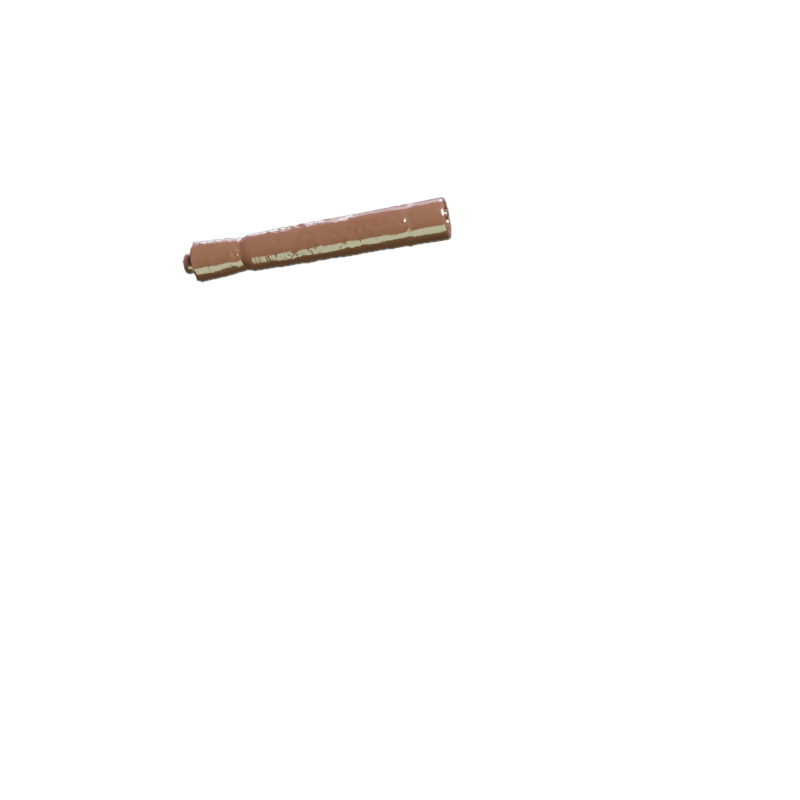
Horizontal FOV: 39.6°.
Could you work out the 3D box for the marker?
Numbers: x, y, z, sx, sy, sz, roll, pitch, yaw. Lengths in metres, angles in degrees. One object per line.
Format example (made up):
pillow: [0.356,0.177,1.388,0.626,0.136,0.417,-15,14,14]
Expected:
marker: [-0.038,-0.070,0.491,0.122,0.020,0.020,-8,2,13]
